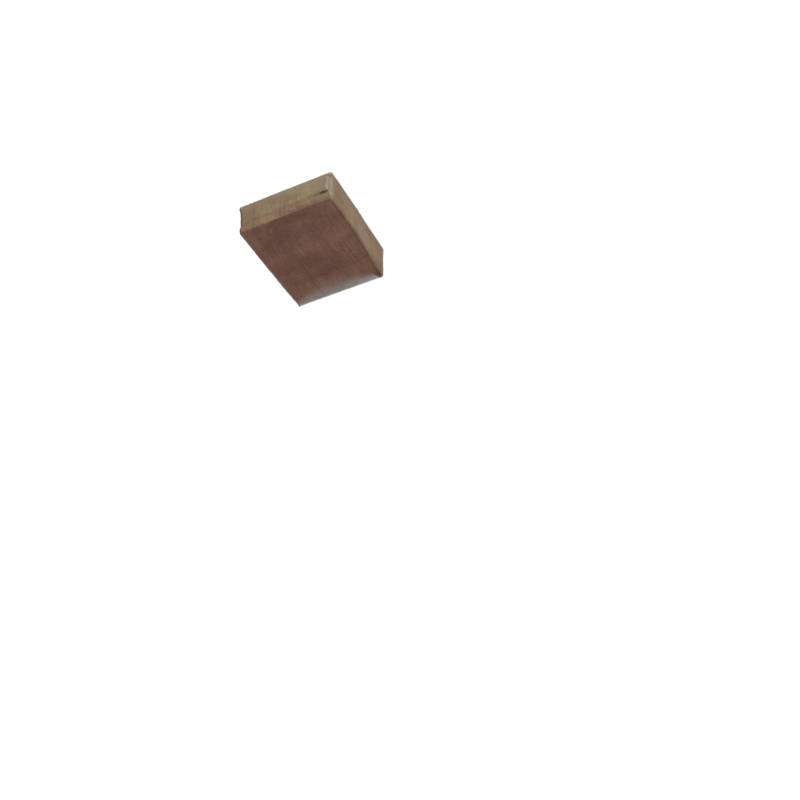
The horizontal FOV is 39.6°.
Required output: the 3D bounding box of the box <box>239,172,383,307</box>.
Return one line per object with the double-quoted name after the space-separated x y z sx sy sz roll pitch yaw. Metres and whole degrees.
-0.076 -0.139 0.971 0.090 0.042 0.105 -18 -44 18 "box"
